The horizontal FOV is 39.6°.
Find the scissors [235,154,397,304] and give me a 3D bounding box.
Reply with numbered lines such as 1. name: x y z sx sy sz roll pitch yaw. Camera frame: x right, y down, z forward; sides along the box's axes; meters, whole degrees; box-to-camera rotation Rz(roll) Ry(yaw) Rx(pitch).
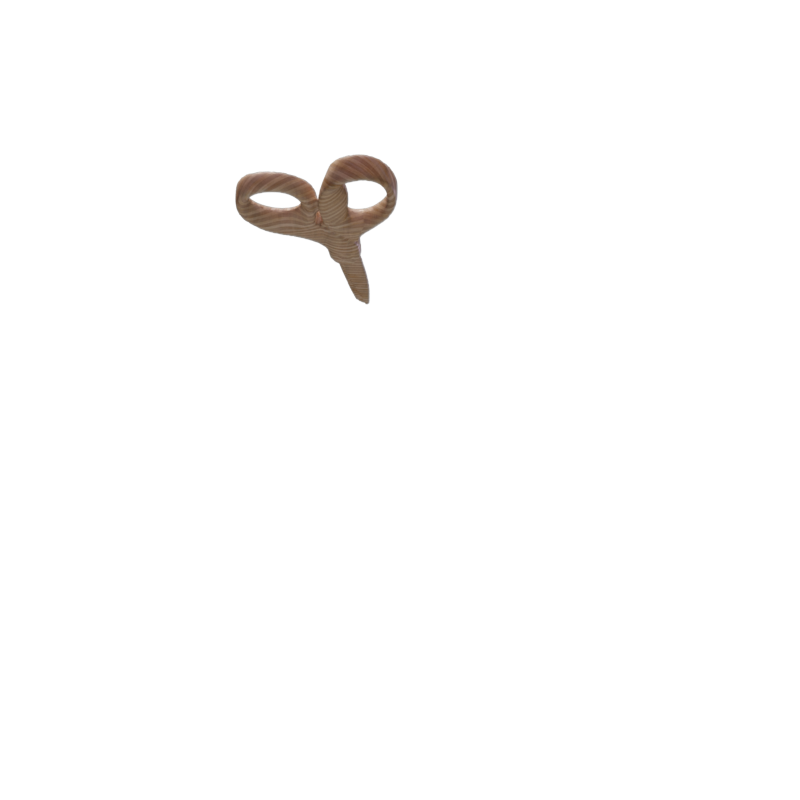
1. scissors: -0.051 -0.093 0.653 0.095 0.016 0.195 3 -16 -9
